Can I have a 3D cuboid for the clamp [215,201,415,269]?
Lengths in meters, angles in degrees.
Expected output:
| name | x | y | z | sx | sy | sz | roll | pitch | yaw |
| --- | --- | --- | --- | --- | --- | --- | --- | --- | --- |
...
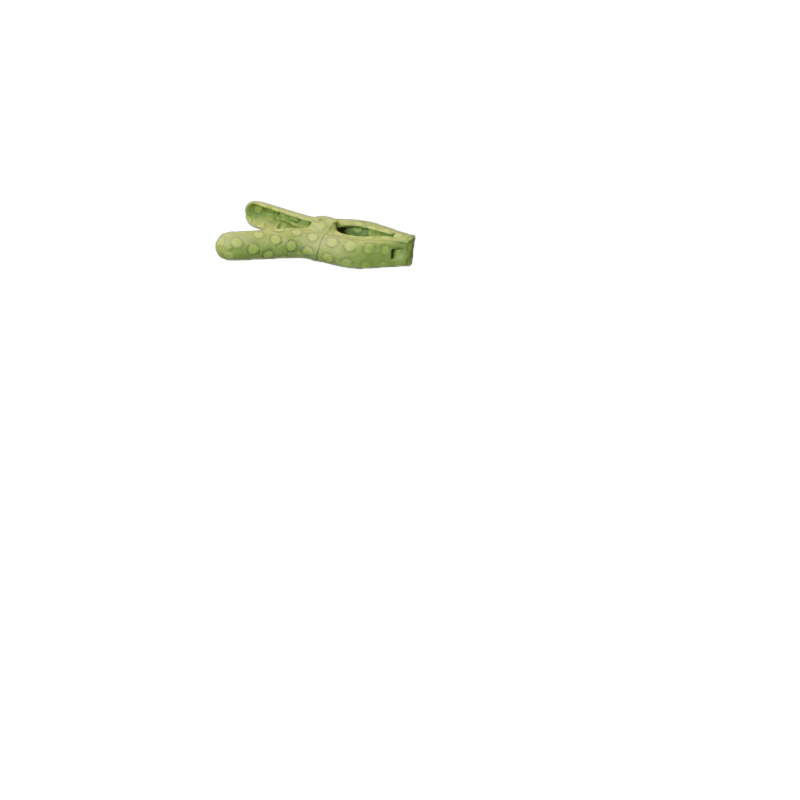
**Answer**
| name | x | y | z | sx | sy | sz | roll | pitch | yaw |
| --- | --- | --- | --- | --- | --- | --- | --- | --- | --- |
| clamp | -0.076 | -0.139 | 0.976 | 0.176 | 0.037 | 0.124 | 9 | 31 | 16 |
